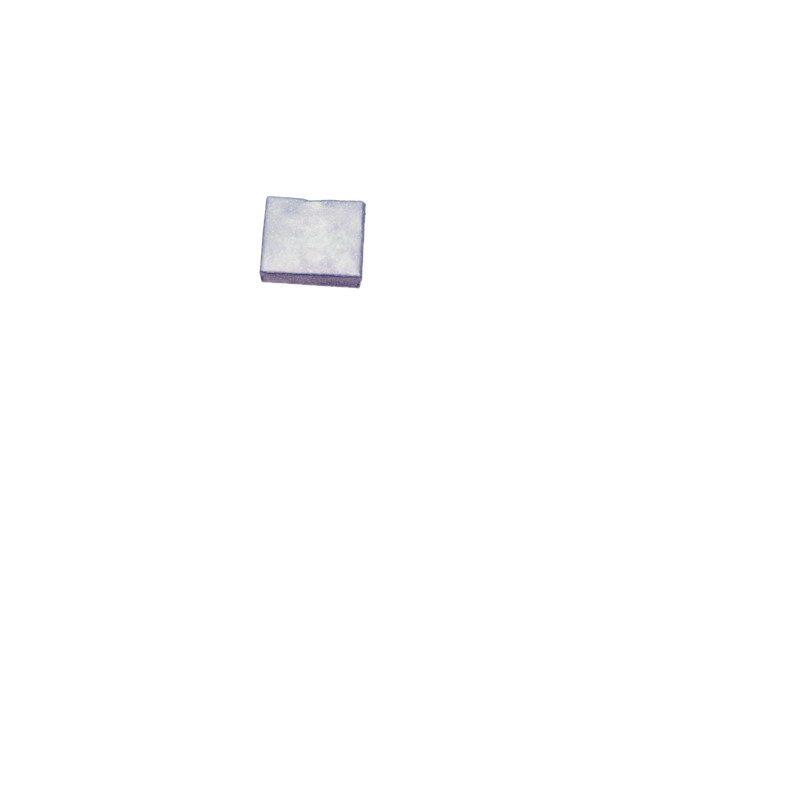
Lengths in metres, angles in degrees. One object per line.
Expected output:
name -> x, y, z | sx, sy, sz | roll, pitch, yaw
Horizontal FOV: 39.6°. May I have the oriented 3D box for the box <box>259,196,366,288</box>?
box -> -0.076, -0.138, 0.970 | 0.089, 0.077, 0.029 | 3, -22, 1
